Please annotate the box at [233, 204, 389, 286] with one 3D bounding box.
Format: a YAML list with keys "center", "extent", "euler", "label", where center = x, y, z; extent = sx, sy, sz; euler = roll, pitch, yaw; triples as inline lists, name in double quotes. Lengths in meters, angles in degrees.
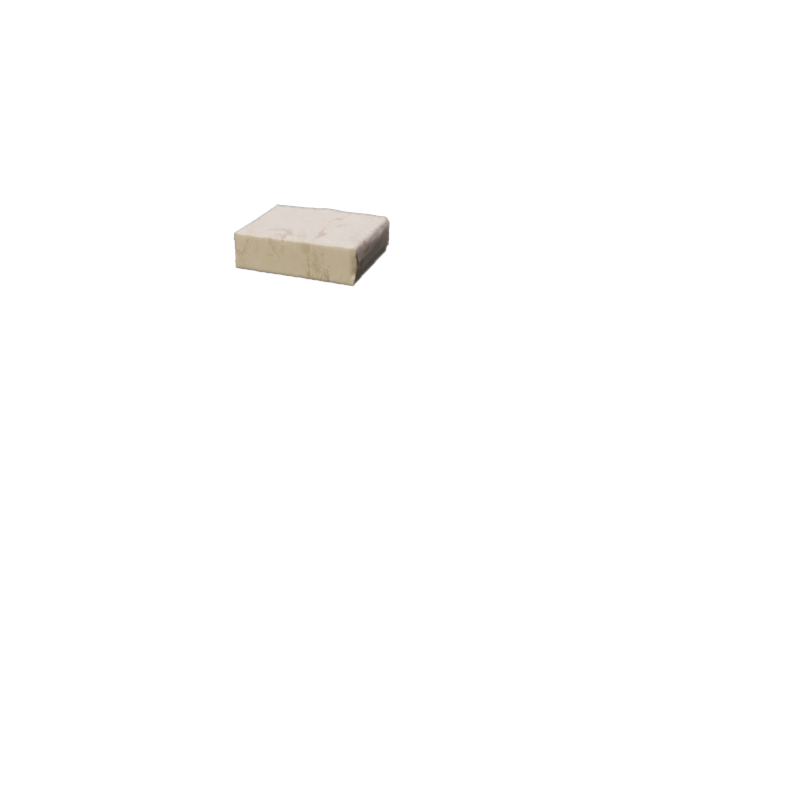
- center: [-0.060, -0.110, 0.770]
  extent: [0.092, 0.029, 0.074]
  euler: [9, 26, 18]
  label: "box"
